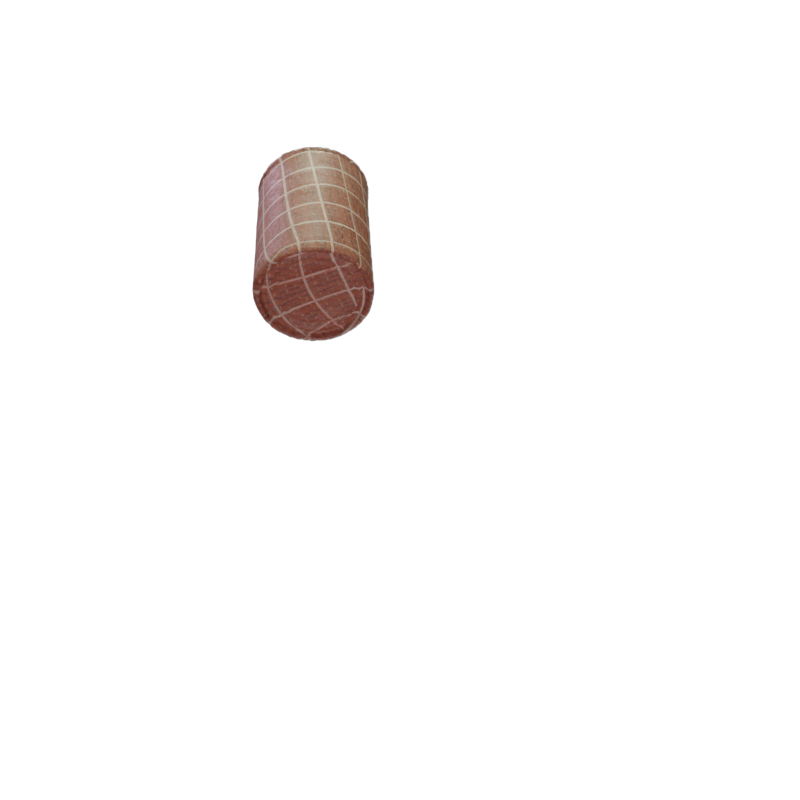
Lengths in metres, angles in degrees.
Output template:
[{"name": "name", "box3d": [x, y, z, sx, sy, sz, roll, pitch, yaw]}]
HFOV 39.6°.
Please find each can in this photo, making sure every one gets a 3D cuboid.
[{"name": "can", "box3d": [-0.050, -0.092, 0.641, 0.068, 0.064, 0.110, -1, 40, -3]}]
